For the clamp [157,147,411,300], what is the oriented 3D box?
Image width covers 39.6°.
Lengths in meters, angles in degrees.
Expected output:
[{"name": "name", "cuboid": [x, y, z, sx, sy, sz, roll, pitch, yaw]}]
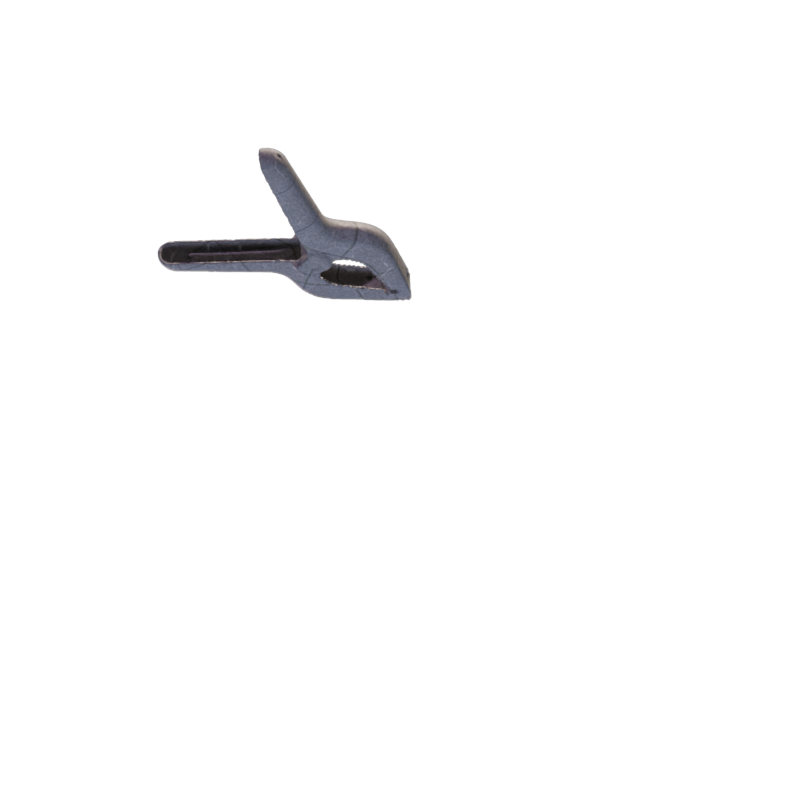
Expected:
[{"name": "clamp", "cuboid": [-0.070, -0.128, 0.897, 0.201, 0.039, 0.161, 15, -32, -26]}]
